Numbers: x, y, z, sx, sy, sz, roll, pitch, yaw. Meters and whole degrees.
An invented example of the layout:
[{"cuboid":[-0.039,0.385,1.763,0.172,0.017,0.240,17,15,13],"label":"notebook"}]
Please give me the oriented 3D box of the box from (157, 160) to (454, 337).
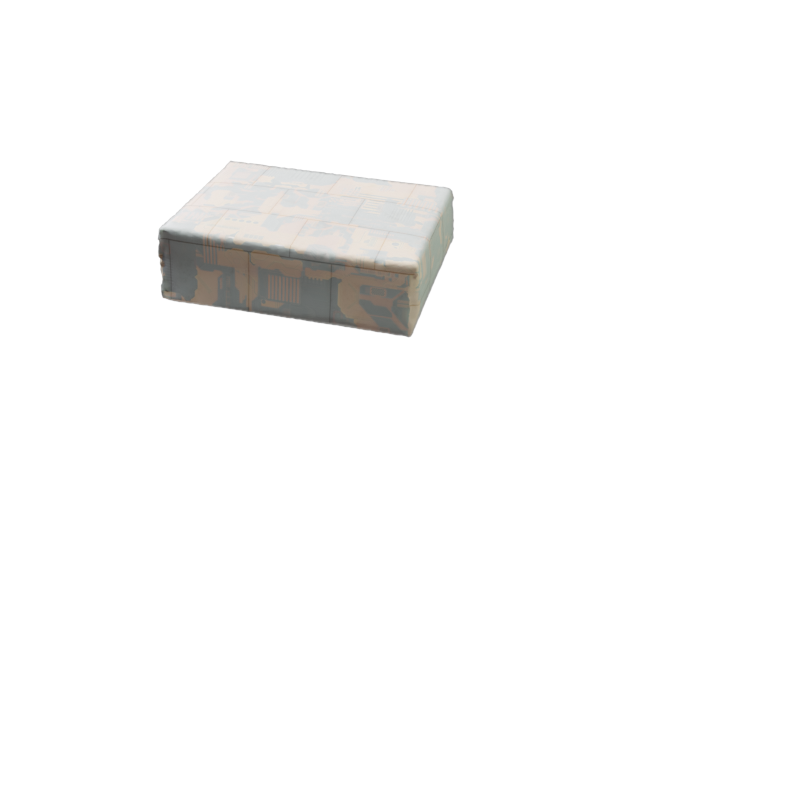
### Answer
[{"cuboid":[-0.038,-0.070,0.492,0.116,0.037,0.093,7,29,12],"label":"box"}]
